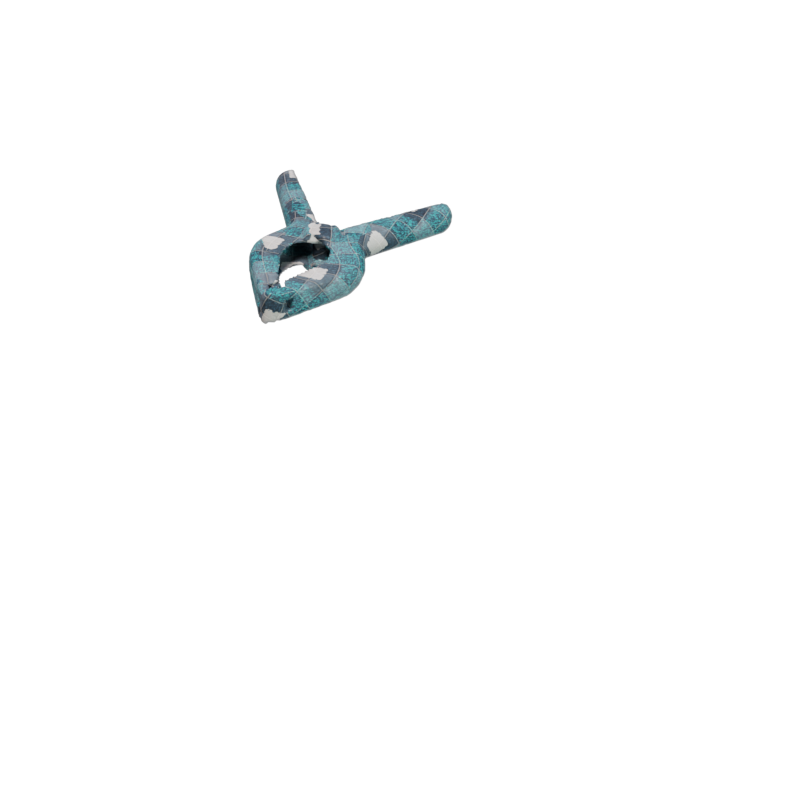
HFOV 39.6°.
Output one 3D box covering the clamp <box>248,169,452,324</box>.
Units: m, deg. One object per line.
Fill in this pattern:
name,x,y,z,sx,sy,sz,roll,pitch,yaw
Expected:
clamp,-0.072,-0.132,0.922,0.172,0.034,0.214,18,40,23
